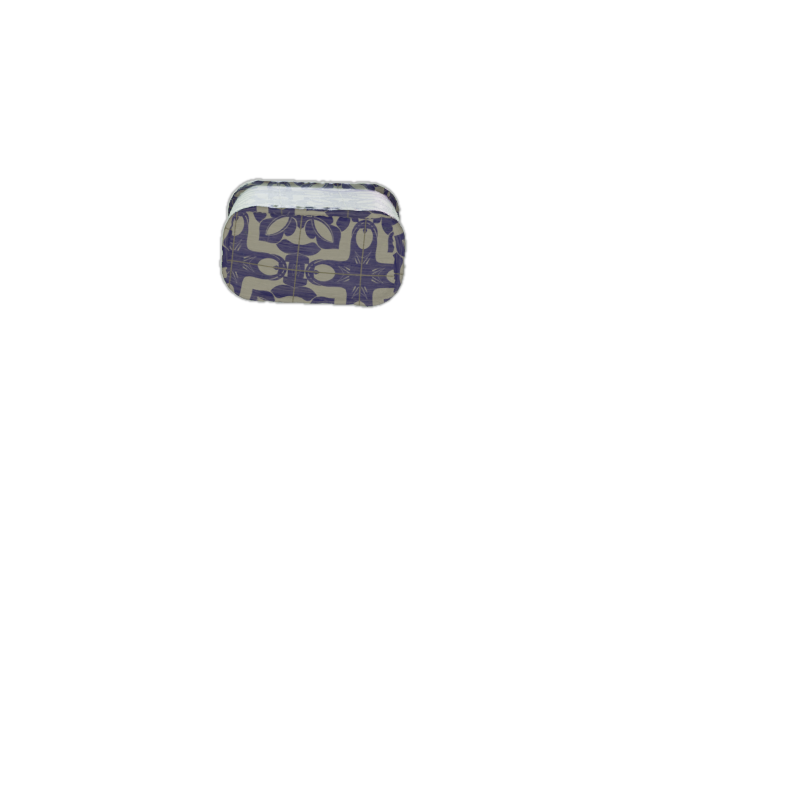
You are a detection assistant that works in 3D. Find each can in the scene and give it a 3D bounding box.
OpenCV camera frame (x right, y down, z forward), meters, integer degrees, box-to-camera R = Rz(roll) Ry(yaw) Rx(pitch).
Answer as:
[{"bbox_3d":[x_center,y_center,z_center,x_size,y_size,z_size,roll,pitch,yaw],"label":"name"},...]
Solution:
[{"bbox_3d":[-0.048,-0.088,0.614,0.102,0.056,0.087,1,16,-2],"label":"can"}]
